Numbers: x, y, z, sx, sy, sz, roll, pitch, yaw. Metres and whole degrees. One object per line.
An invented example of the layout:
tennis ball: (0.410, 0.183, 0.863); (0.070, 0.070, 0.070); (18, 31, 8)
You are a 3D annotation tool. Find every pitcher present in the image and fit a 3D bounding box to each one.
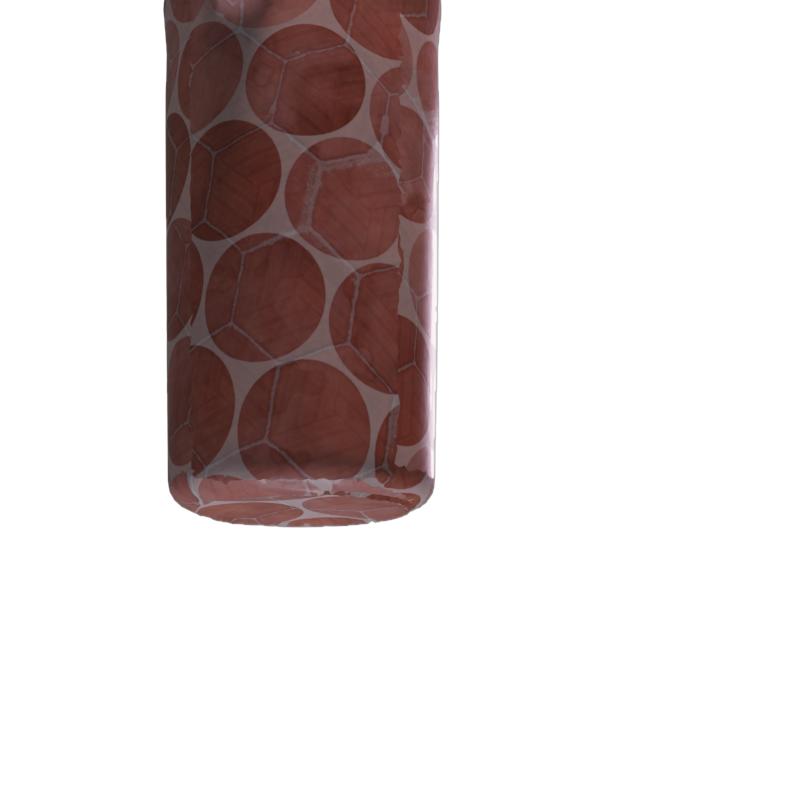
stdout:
pitcher: (-0.039, -0.071, 0.499); (0.144, 0.255, 0.143); (8, -21, -23)
